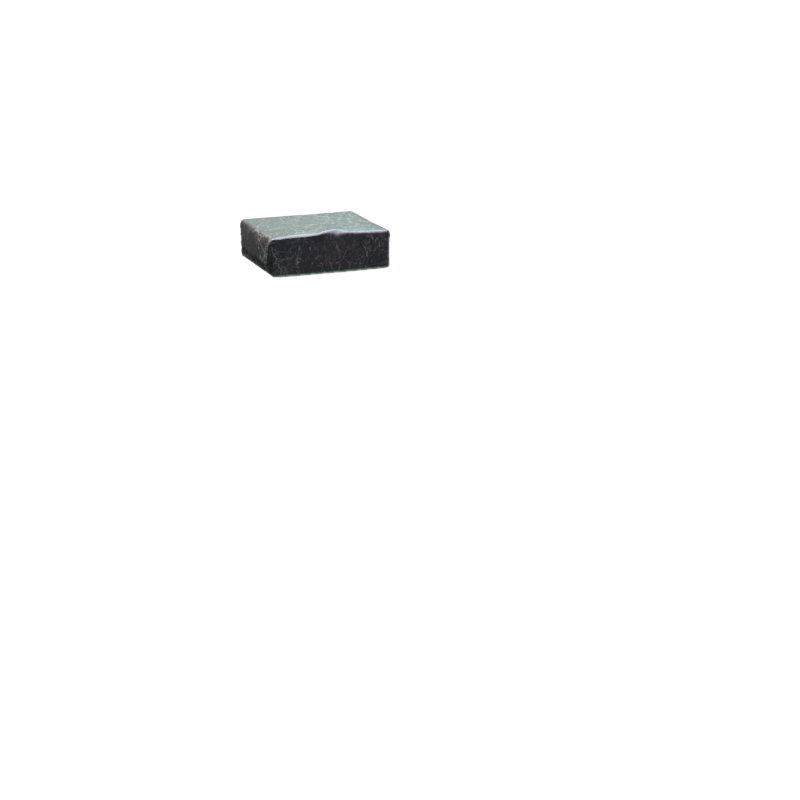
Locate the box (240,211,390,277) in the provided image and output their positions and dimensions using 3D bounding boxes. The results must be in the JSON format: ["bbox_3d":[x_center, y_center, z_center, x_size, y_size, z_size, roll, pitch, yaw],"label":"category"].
[{"bbox_3d":[-0.061,-0.112,0.783,0.087,0.029,0.077,-7,21,-20],"label":"box"}]
